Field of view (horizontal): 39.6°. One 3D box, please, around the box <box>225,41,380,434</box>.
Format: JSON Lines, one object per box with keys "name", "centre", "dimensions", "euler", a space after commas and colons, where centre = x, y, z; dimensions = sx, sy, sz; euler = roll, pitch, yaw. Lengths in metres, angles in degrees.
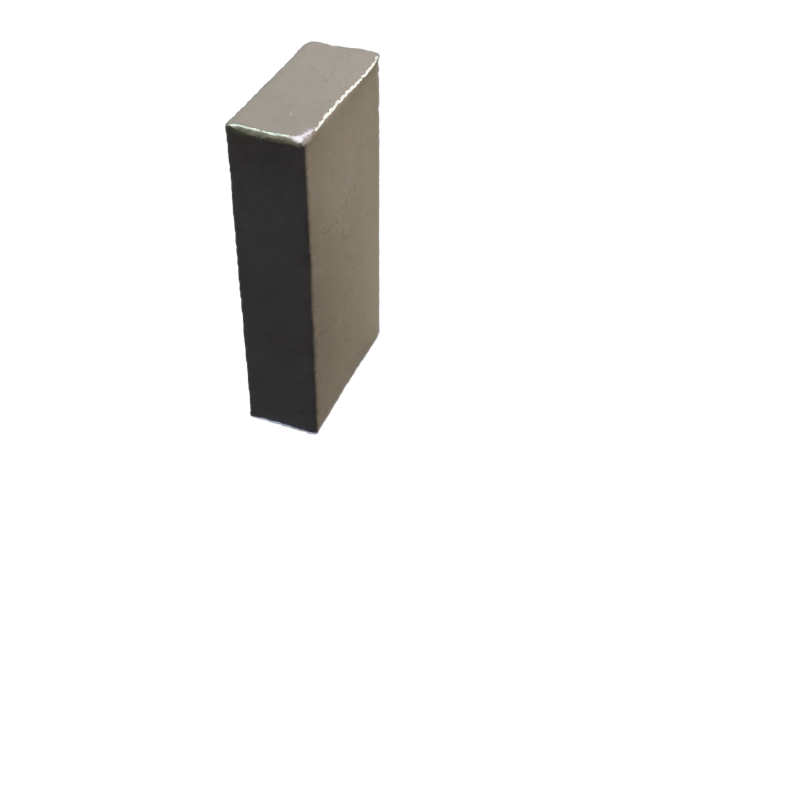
{"name": "box", "centre": [-0.043, -0.079, 0.556], "dimensions": [0.049, 0.164, 0.097], "euler": [16, 42, 14]}
